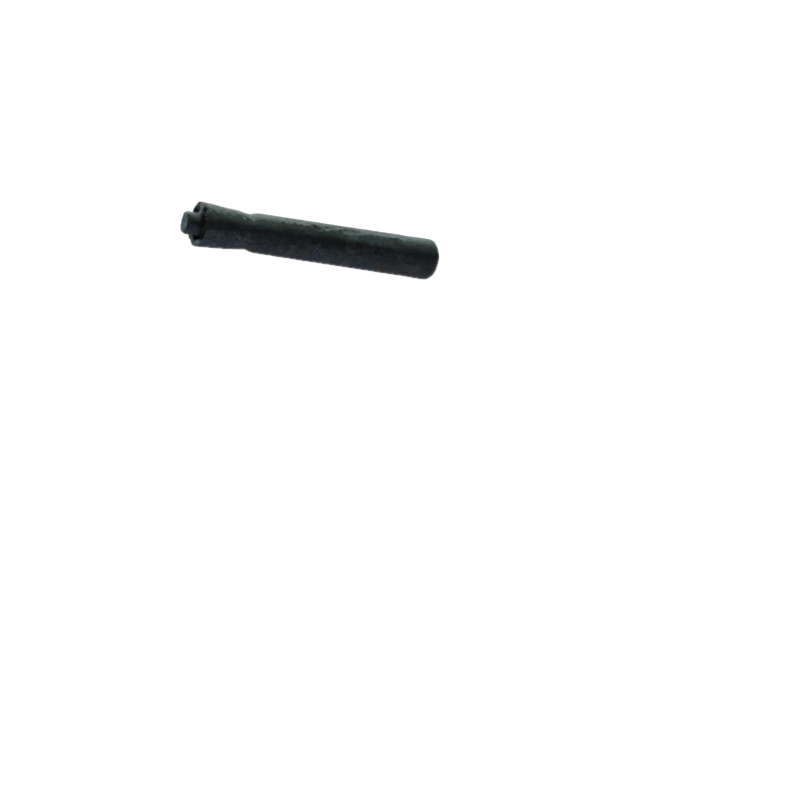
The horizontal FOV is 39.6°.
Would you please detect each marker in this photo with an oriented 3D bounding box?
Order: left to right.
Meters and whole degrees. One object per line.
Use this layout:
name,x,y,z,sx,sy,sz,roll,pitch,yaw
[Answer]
marker,-0.037,-0.068,0.478,0.116,0.020,0.020,5,1,-30
